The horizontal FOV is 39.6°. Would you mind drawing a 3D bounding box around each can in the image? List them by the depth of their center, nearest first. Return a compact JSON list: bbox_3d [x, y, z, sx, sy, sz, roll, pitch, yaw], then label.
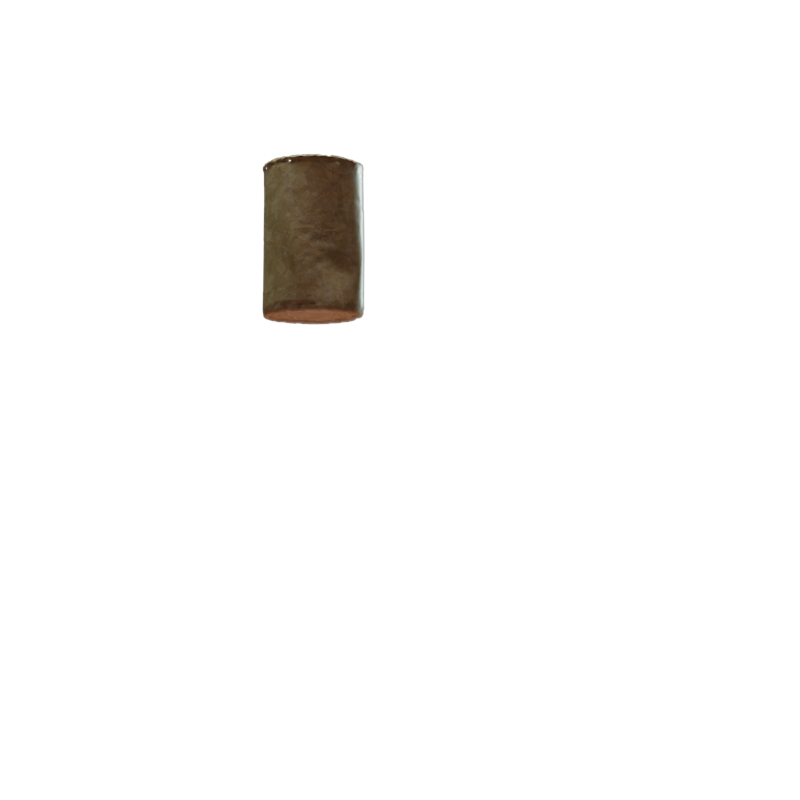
[{"bbox_3d":[-0.058,-0.105,0.735,0.068,0.105,0.067,0,-9,-2],"label":"can"}]
